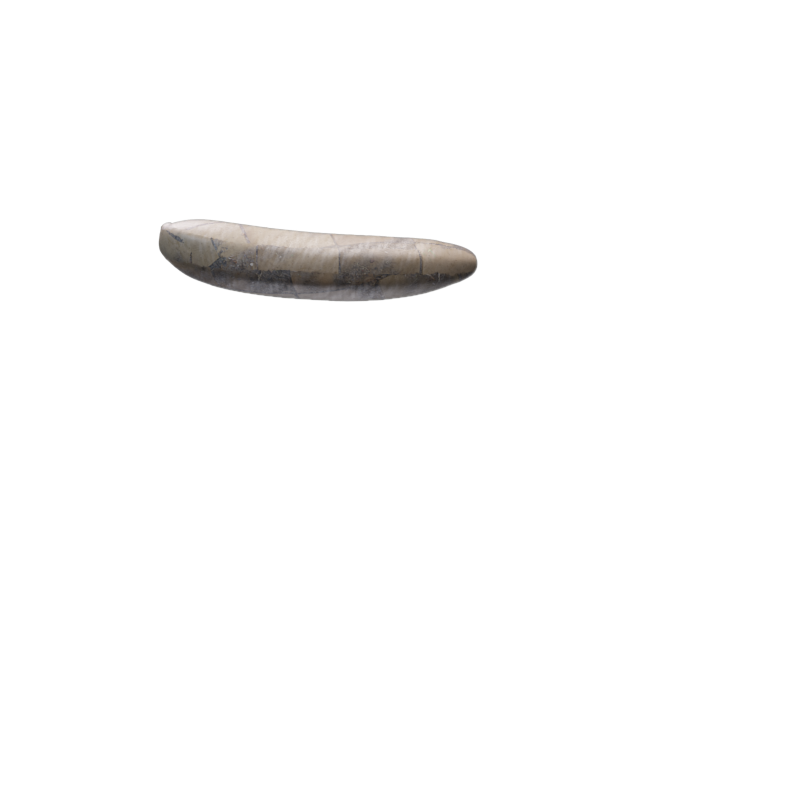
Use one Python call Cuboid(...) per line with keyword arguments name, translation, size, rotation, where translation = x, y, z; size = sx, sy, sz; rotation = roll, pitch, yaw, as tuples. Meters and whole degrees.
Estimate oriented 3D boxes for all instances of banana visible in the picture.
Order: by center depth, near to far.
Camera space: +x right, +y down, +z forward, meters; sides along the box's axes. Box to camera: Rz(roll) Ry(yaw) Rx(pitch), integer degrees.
Cuboid(name="banana", translation=(-0.059, -0.083, 0.630), size=(0.203, 0.035, 0.072), rotation=(9, 32, 15))
